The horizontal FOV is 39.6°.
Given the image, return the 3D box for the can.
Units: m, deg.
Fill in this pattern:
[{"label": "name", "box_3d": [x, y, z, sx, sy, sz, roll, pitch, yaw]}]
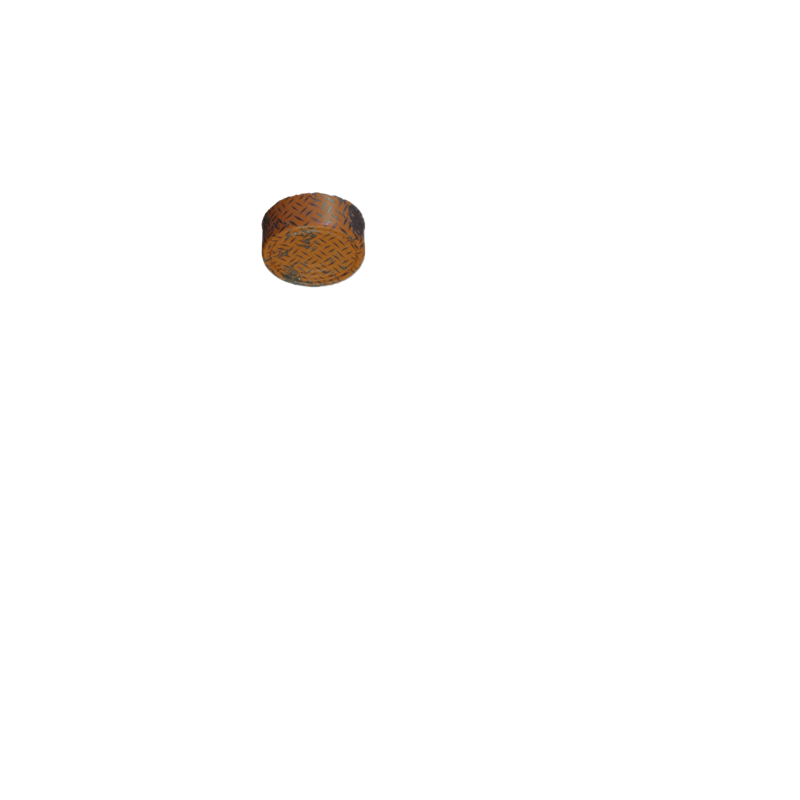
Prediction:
[{"label": "can", "box_3d": [-0.071, -0.129, 0.907, 0.086, 0.036, 0.080, 1, -34, -2]}]
